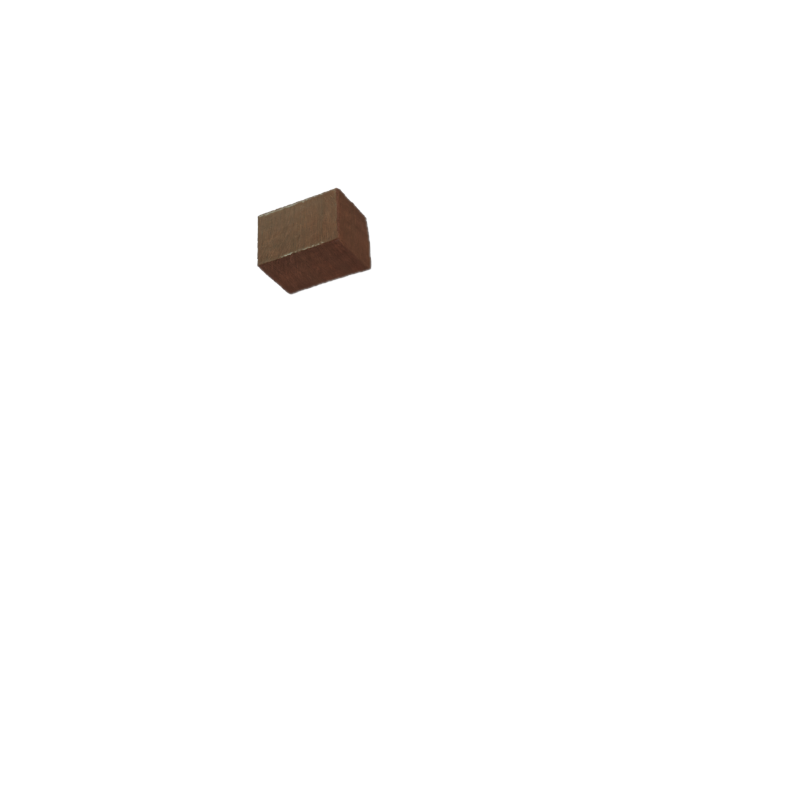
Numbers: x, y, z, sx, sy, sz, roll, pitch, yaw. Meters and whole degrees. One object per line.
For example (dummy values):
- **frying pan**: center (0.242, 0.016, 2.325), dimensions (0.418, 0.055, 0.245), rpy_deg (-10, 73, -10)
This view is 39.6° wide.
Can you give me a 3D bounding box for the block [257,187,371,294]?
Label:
- **block**: center (-0.070, -0.127, 0.889), dimensions (0.079, 0.055, 0.049), rpy_deg (-15, -33, 24)
